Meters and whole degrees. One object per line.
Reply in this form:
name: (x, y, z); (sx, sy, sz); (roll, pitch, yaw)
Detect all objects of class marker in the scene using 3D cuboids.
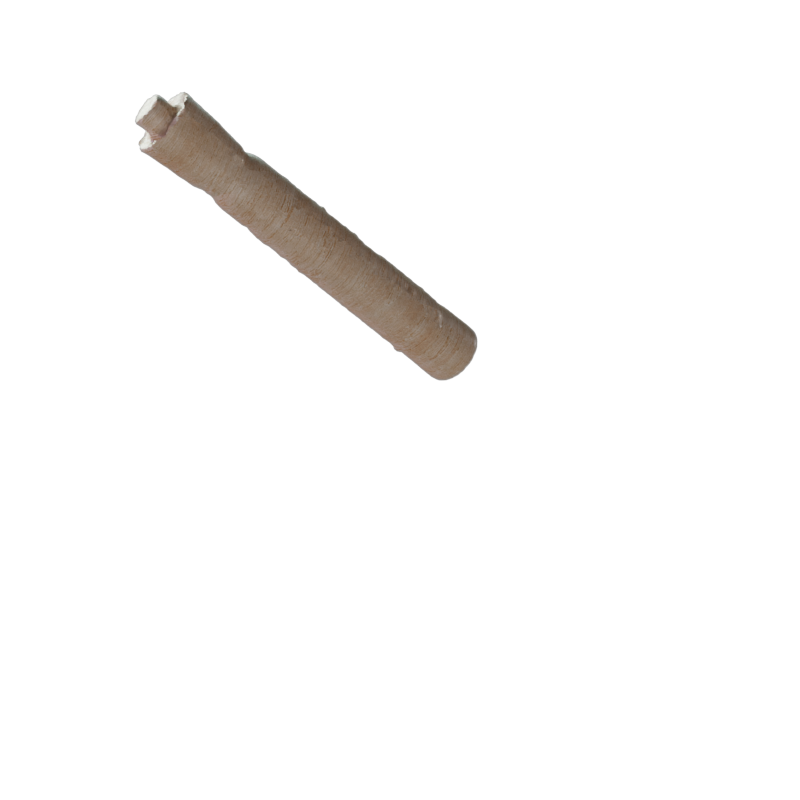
marker: (-0.024, -0.044, 0.306); (0.114, 0.020, 0.020); (37, -17, -28)
